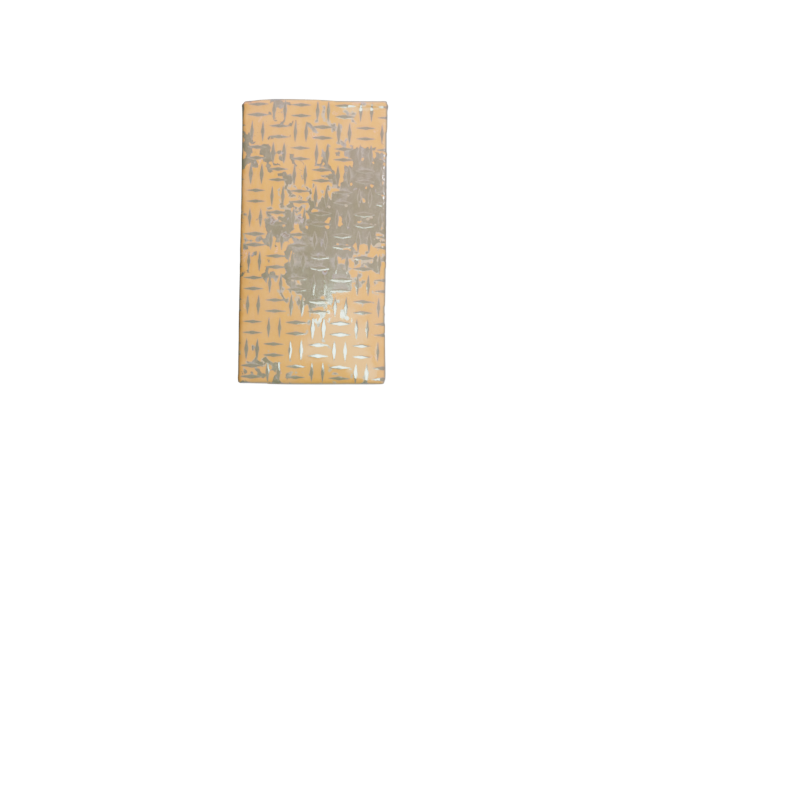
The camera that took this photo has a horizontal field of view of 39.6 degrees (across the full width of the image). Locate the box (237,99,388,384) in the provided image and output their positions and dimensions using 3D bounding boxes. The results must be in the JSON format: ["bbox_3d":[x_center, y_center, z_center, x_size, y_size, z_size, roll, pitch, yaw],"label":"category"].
[{"bbox_3d":[-0.055,-0.100,0.698,0.093,0.176,0.048,0,0,-2],"label":"box"}]
